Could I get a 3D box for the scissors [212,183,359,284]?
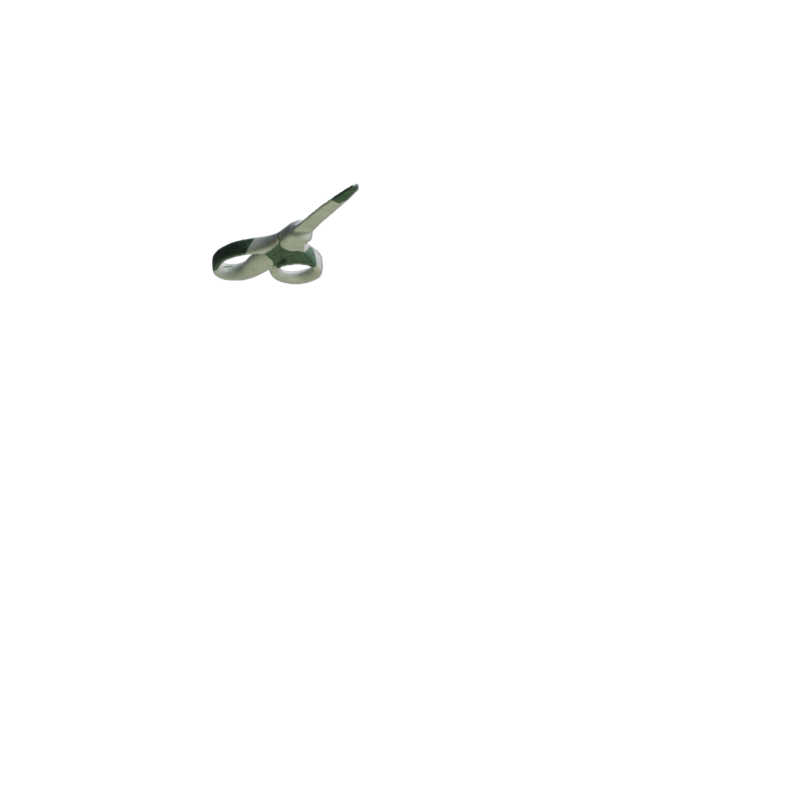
[{"bbox_3d":[-0.065,-0.119,0.835,0.091,0.016,0.205,12,-17,-41],"label":"scissors"}]
